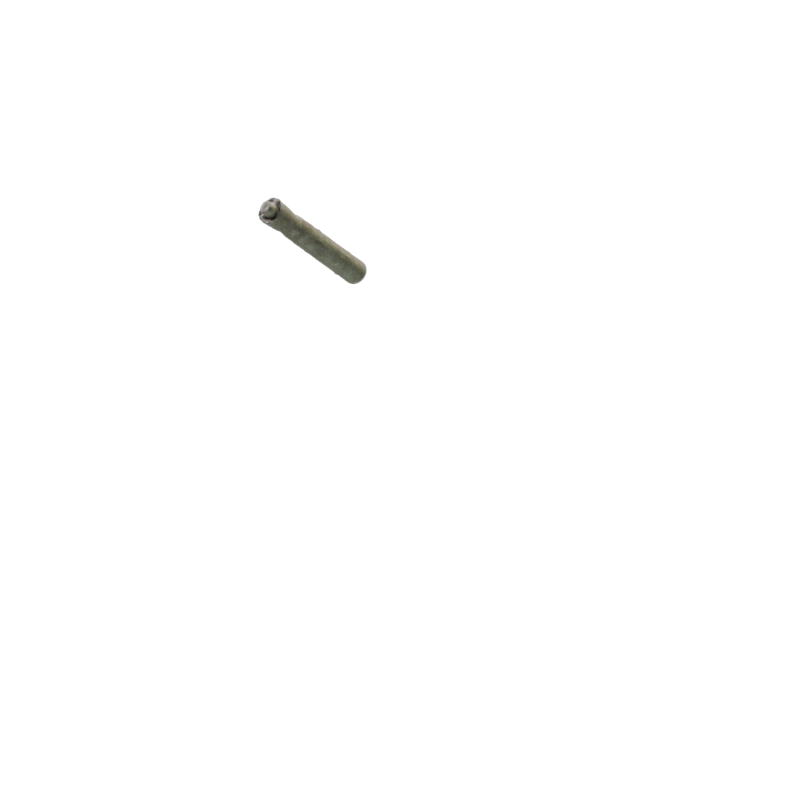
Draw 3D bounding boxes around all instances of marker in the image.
[{"bbox_3d":[-0.061,-0.111,0.777,0.020,0.020,0.113,3,-16,32],"label":"marker"}]
